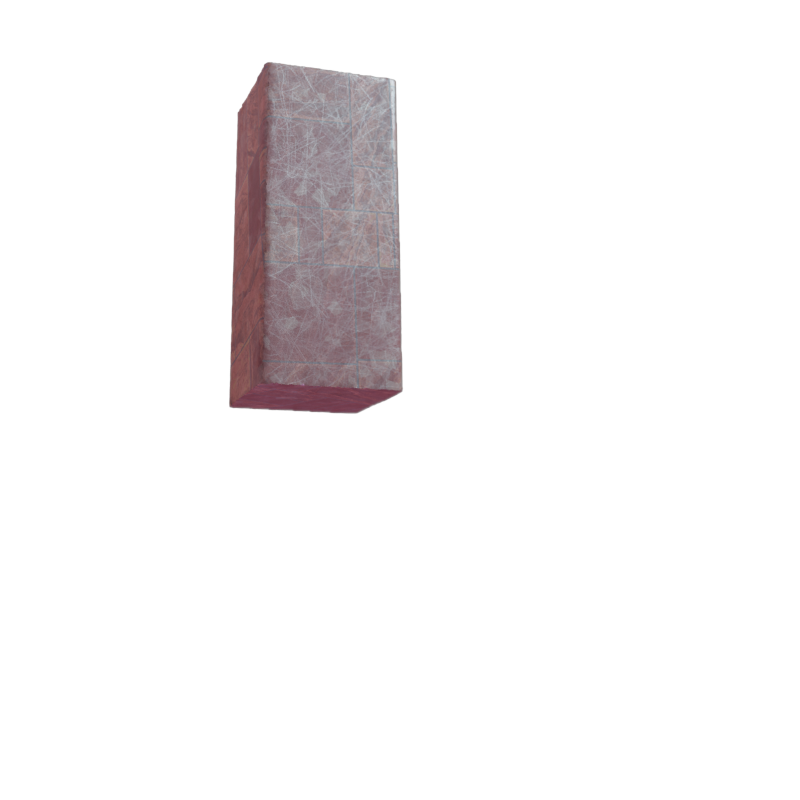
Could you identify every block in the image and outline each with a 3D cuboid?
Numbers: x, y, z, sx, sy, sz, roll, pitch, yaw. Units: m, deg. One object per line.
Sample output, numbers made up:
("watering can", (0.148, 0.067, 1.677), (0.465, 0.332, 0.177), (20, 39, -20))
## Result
("block", (-0.056, -0.102, 0.719), (0.088, 0.215, 0.089), (4, -17, -18))
